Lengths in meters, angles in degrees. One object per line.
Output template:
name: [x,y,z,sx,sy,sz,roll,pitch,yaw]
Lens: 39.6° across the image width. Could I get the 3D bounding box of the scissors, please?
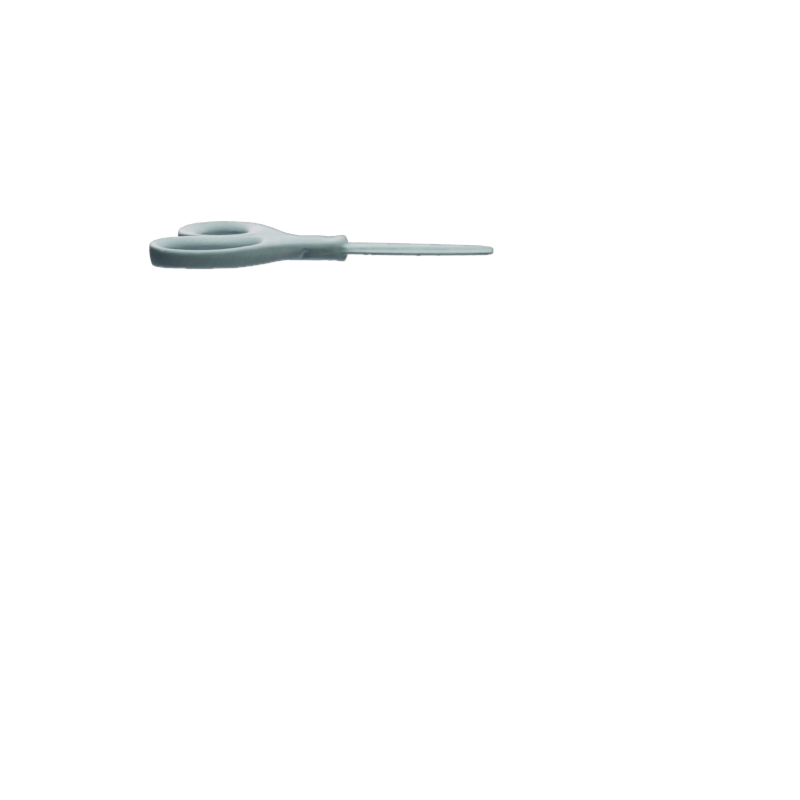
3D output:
scissors: [-0.054,-0.098,0.686,0.199,0.015,0.101,-4,20,-11]
